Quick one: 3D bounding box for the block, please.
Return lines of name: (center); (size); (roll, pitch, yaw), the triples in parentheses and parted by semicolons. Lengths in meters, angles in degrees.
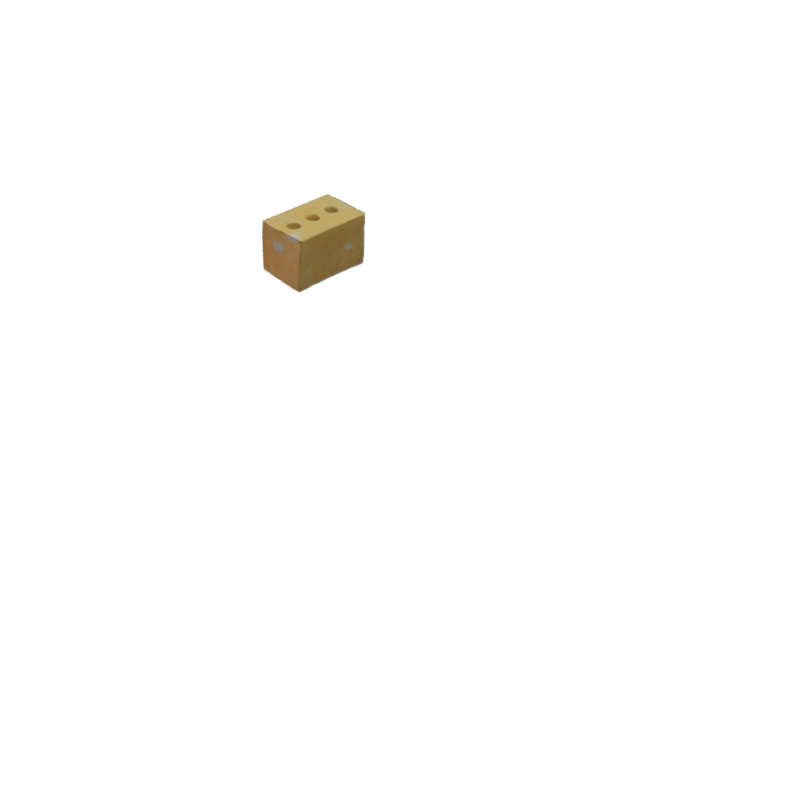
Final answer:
block: (-0.076, -0.139, 0.973); (0.078, 0.048, 0.056); (-29, 44, -36)
